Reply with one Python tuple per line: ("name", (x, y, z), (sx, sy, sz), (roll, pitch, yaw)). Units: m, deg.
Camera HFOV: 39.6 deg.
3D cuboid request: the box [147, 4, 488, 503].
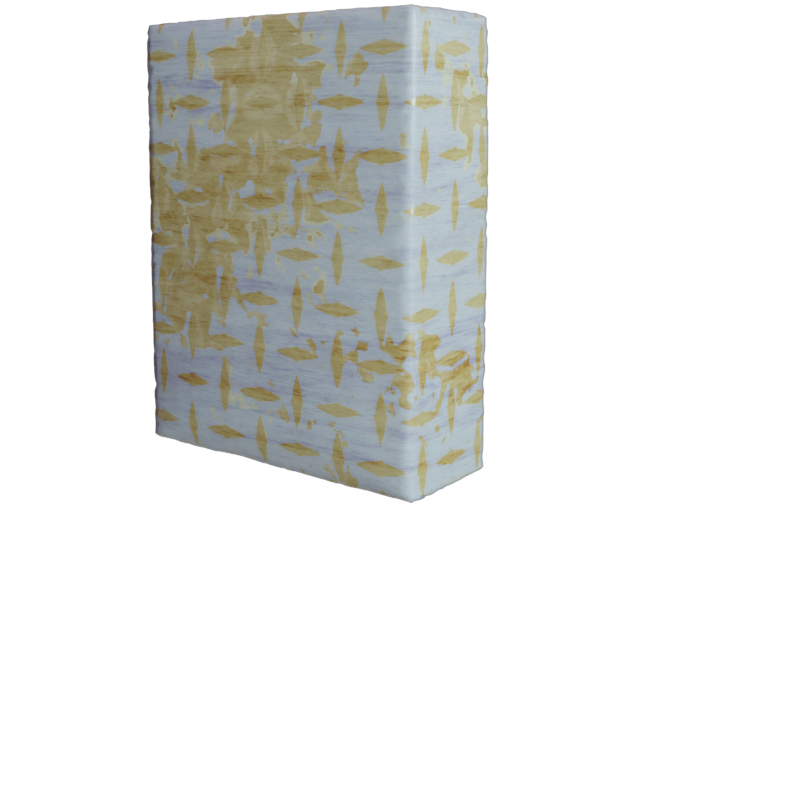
("box", (-0.042, -0.077, 0.539), (0.172, 0.210, 0.070), (8, 10, 37))
